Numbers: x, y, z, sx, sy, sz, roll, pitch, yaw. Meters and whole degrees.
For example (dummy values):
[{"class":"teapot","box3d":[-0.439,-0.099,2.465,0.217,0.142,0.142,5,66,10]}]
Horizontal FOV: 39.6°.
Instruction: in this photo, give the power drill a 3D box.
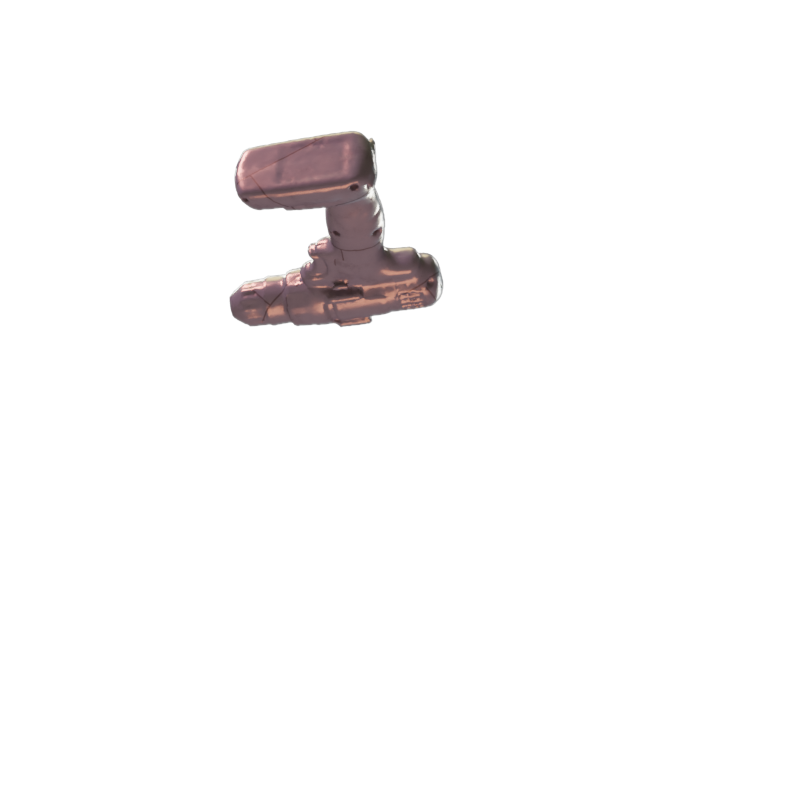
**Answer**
[{"class":"power drill","box3d":[-0.070,-0.127,0.891,0.186,0.061,0.173,-8,-34,11]}]
